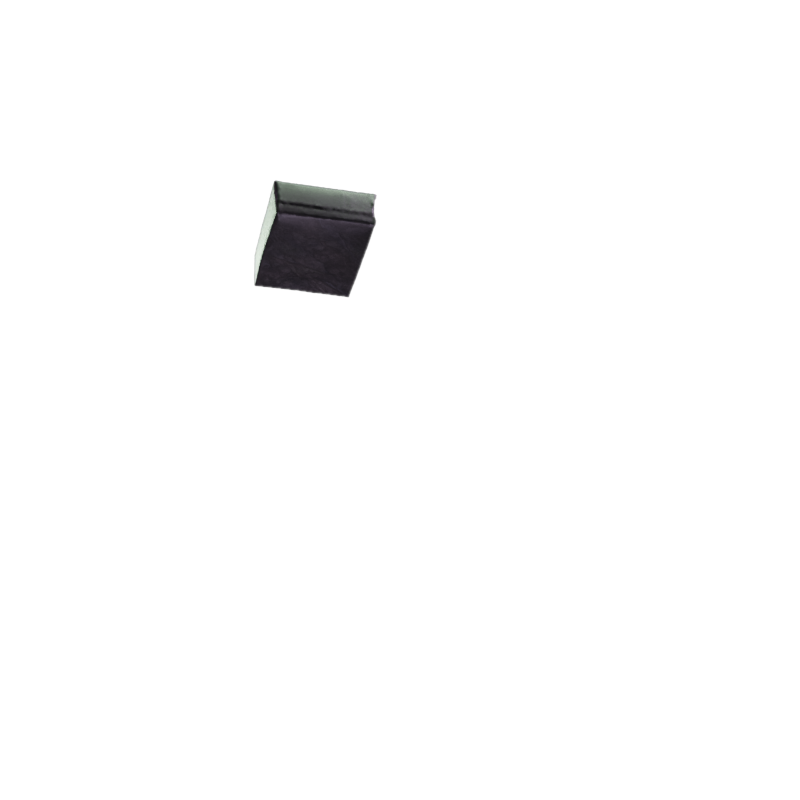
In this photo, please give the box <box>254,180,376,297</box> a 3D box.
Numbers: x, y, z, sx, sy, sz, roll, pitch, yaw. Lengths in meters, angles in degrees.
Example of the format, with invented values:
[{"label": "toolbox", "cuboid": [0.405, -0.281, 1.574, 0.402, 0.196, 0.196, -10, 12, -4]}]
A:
[{"label": "box", "cuboid": [-0.076, -0.139, 0.971, 0.088, 0.041, 0.108, 7, -32, -12]}]
